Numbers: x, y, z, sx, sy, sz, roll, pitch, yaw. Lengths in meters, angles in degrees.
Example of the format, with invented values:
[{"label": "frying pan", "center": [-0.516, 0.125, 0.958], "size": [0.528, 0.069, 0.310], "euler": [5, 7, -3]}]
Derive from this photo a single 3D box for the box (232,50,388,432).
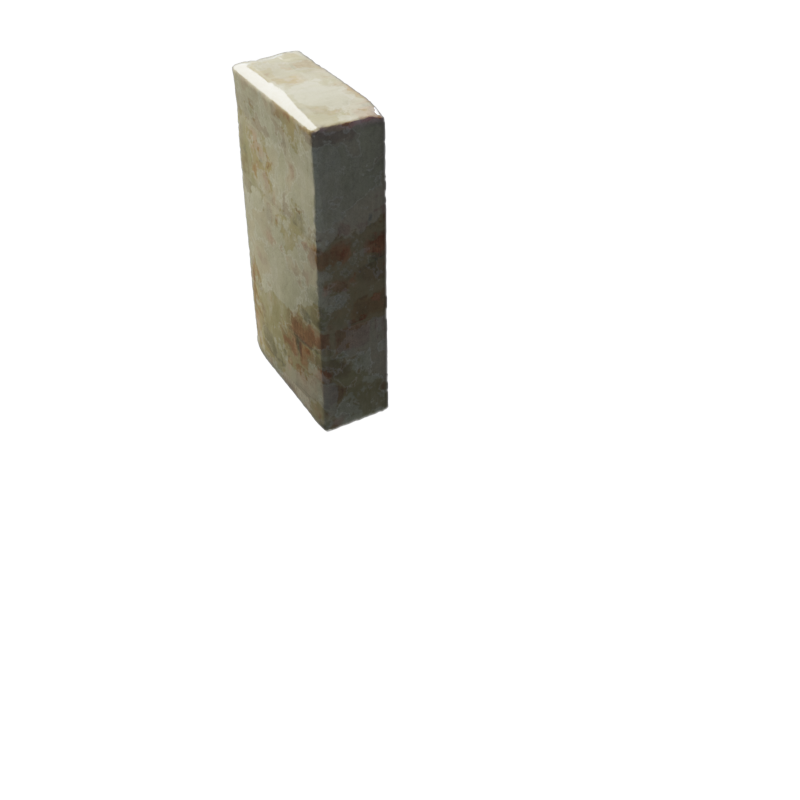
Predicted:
[{"label": "box", "center": [-0.045, -0.082, 0.576], "size": [0.047, 0.165, 0.101], "euler": [-15, 38, -25]}]
